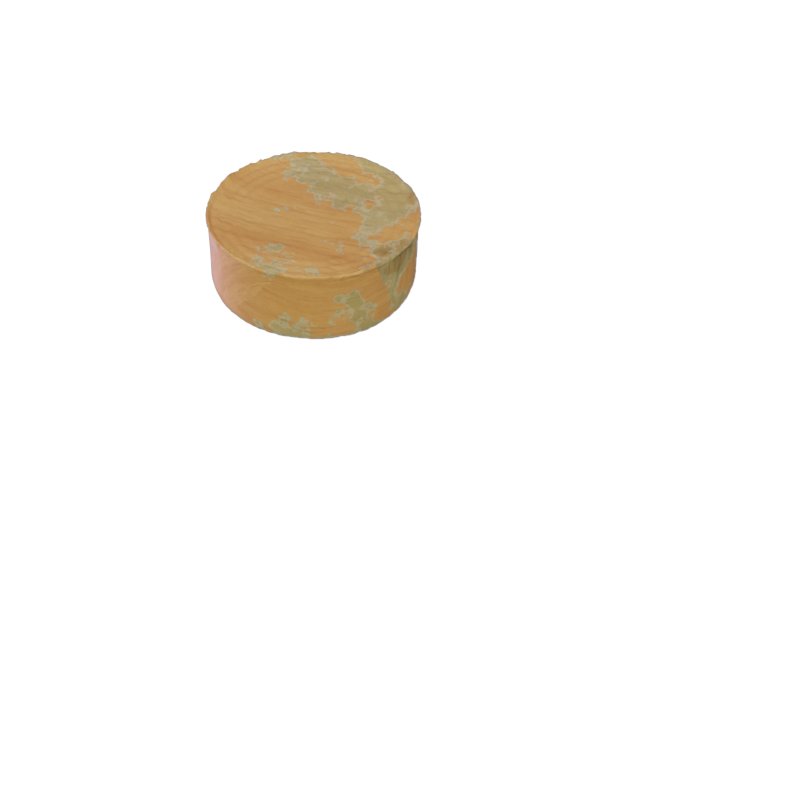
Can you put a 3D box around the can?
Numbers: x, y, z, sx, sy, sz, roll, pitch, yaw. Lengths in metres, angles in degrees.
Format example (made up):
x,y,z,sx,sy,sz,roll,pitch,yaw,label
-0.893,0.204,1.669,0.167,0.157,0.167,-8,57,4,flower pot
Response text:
x,y,z,sx,sy,sz,roll,pitch,yaw,label
-0.035,-0.064,0.450,0.086,0.031,0.092,-1,42,-2,can
